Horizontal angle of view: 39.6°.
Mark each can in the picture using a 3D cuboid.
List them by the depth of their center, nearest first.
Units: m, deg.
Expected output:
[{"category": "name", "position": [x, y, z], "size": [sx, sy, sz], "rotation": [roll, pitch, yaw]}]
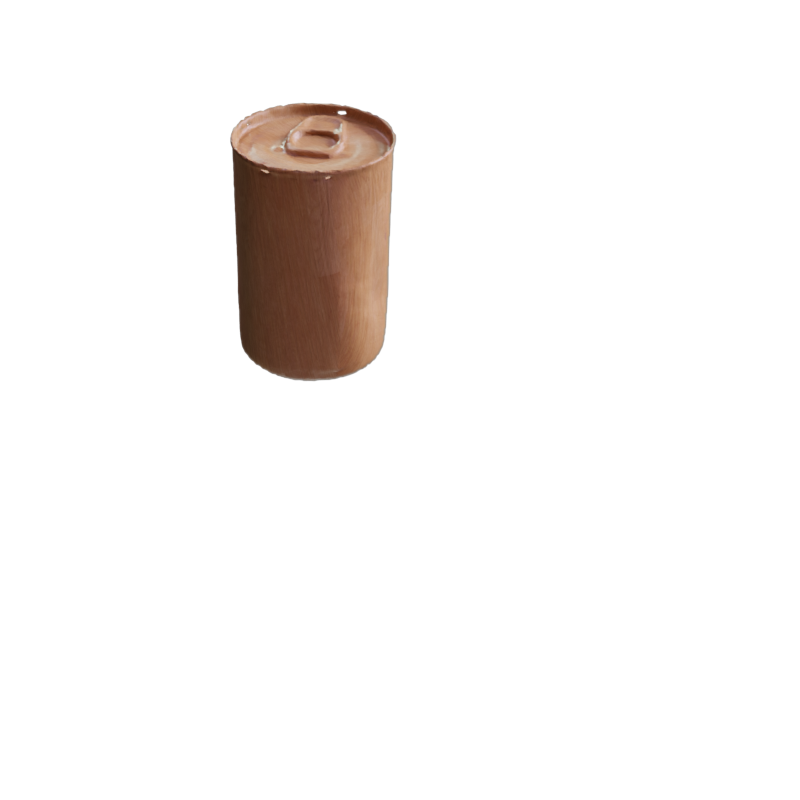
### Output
[{"category": "can", "position": [-0.037, -0.068, 0.478], "size": [0.068, 0.096, 0.073], "rotation": [0, 34, -3]}]
